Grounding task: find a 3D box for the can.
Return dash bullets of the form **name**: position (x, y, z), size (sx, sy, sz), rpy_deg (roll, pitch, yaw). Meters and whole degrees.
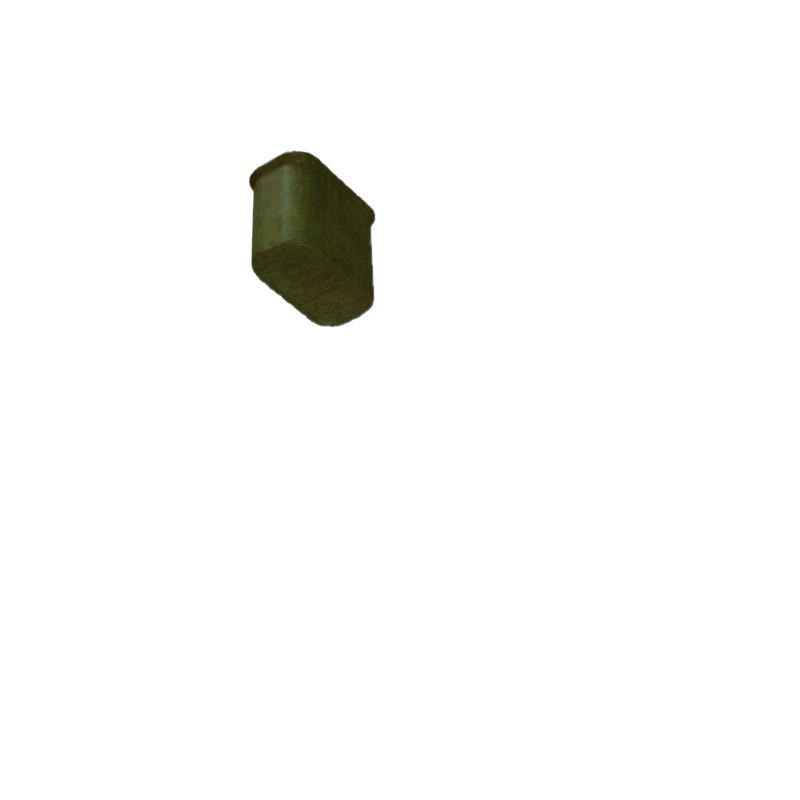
- **can**: position (-0.061, -0.112, 0.785), size (0.058, 0.090, 0.095), rpy_deg (-25, -43, 27)
